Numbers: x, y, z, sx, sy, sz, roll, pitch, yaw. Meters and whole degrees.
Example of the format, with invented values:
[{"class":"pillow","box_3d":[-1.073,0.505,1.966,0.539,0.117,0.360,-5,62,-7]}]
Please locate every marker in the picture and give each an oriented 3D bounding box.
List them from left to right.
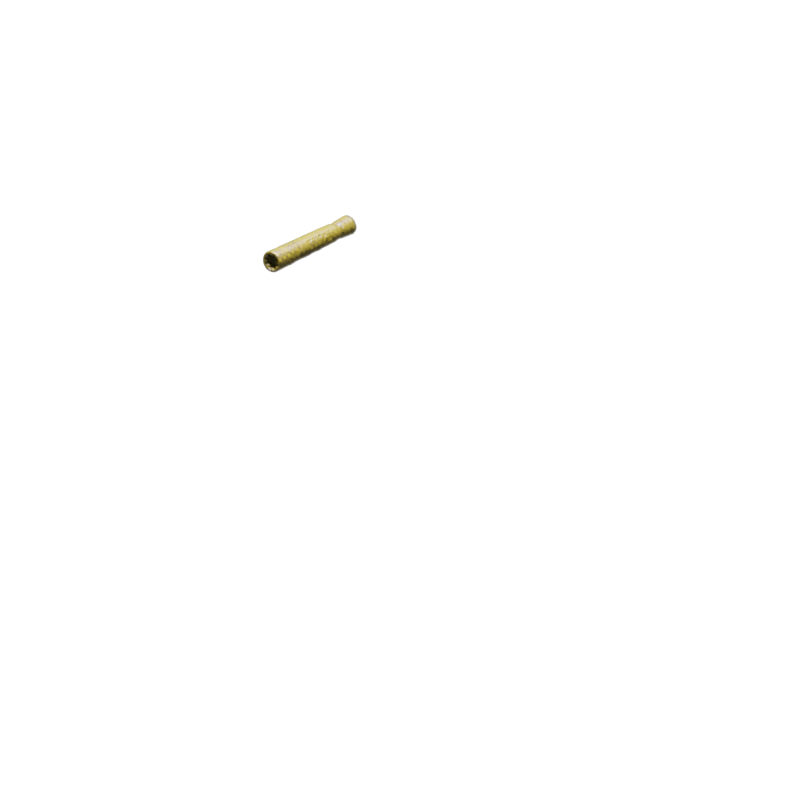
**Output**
[{"class":"marker","box_3d":[-0.076,-0.139,0.972,0.020,0.019,0.121,2,24,34]}]
